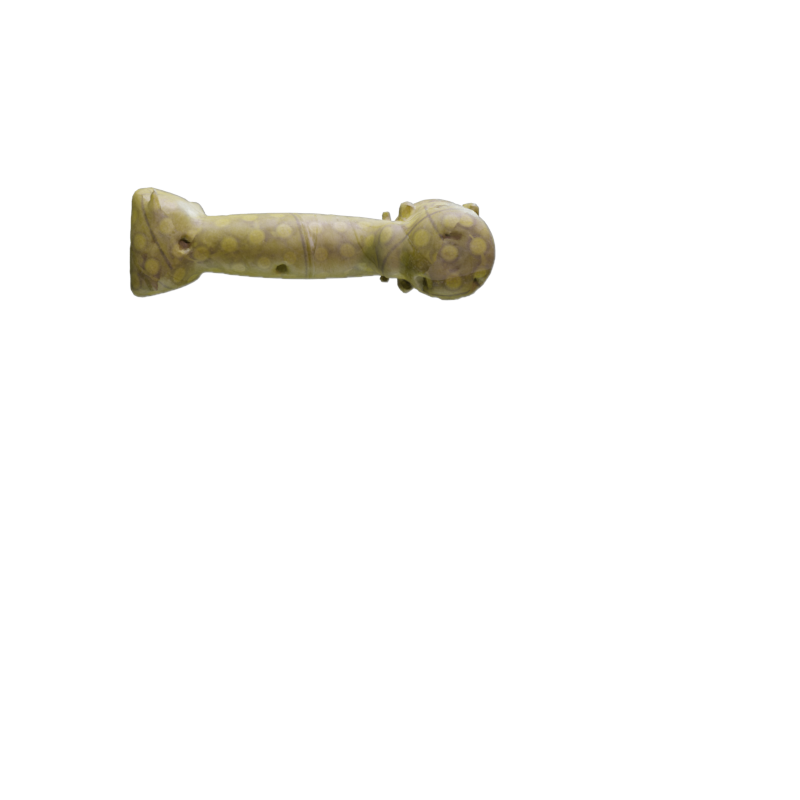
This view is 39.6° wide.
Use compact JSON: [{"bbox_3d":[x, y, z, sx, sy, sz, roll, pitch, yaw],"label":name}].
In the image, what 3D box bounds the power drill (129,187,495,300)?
[{"bbox_3d":[-0.048,-0.088,0.613,0.187,0.057,0.186,0,8,-1],"label":"power drill"}]
